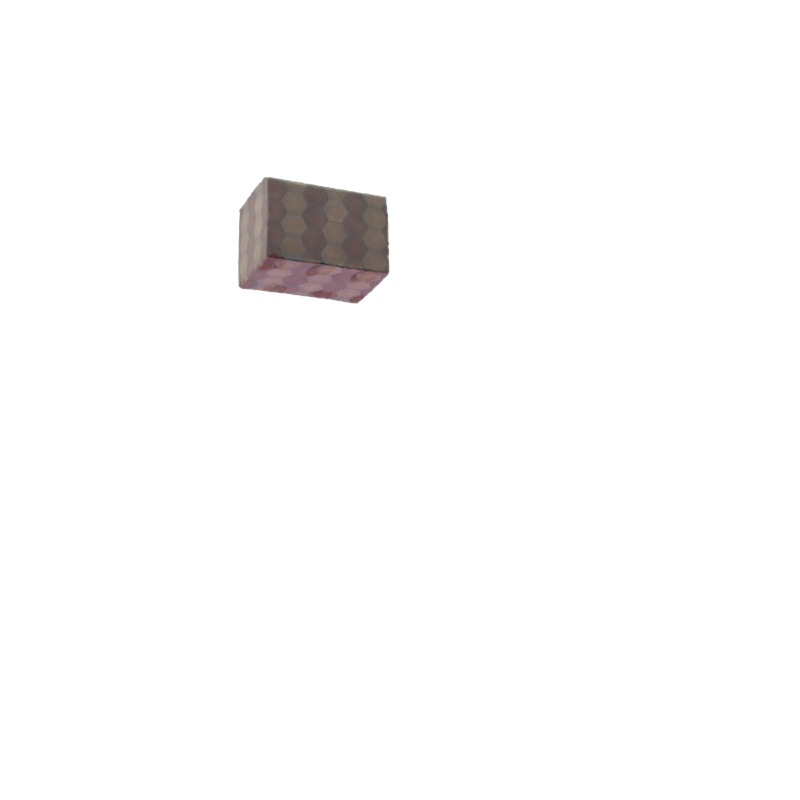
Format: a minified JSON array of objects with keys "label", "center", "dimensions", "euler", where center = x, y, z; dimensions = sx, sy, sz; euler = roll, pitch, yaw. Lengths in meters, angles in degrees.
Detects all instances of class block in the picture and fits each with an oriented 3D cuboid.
[{"label":"block","center":[-0.051,-0.093,0.652],"dimensions":[0.075,0.054,0.052],"euler":[7,-21,-22]}]
